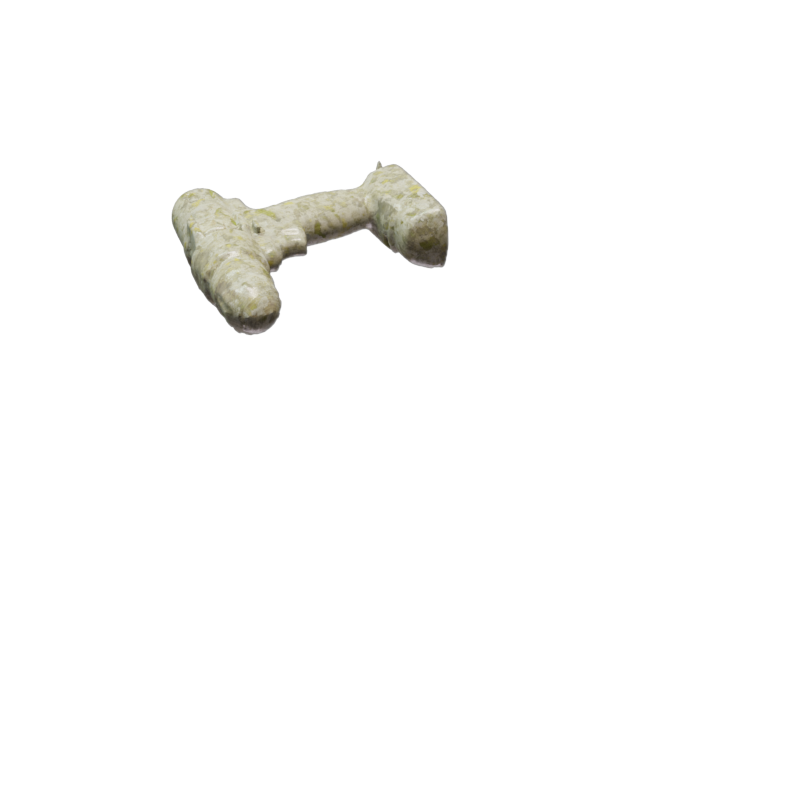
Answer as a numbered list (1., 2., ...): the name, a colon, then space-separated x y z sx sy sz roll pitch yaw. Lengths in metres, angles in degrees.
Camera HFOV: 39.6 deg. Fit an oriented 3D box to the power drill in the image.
1. power drill: -0.064 -0.116 0.814 0.185 0.054 0.199 -12 35 -17
